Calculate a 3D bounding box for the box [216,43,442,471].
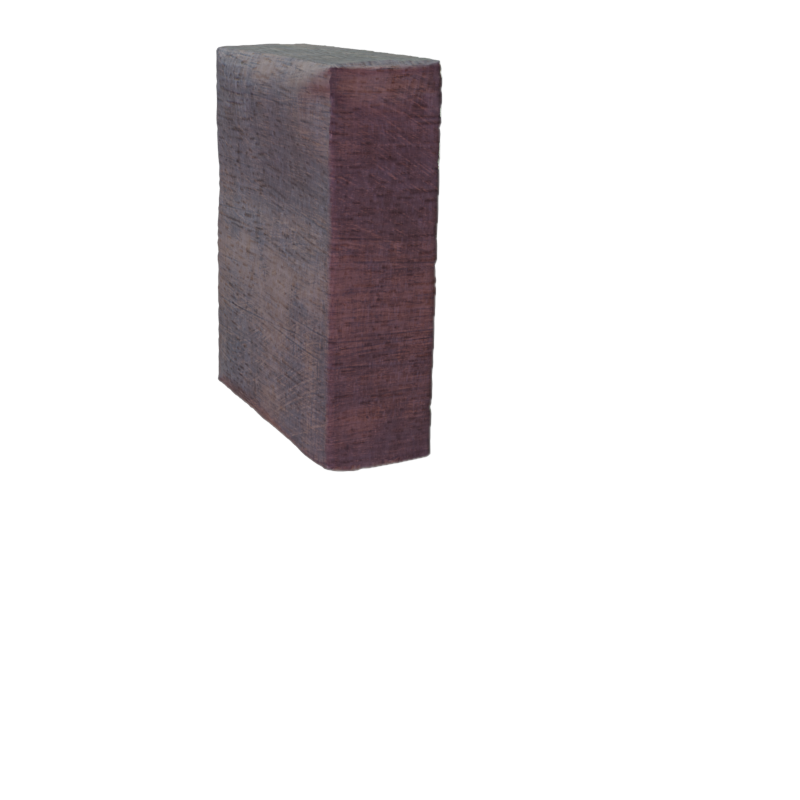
[{"bbox_3d":[-0.049,-0.090,0.629,0.070,0.207,0.174,-7,18,-27],"label":"box"}]
